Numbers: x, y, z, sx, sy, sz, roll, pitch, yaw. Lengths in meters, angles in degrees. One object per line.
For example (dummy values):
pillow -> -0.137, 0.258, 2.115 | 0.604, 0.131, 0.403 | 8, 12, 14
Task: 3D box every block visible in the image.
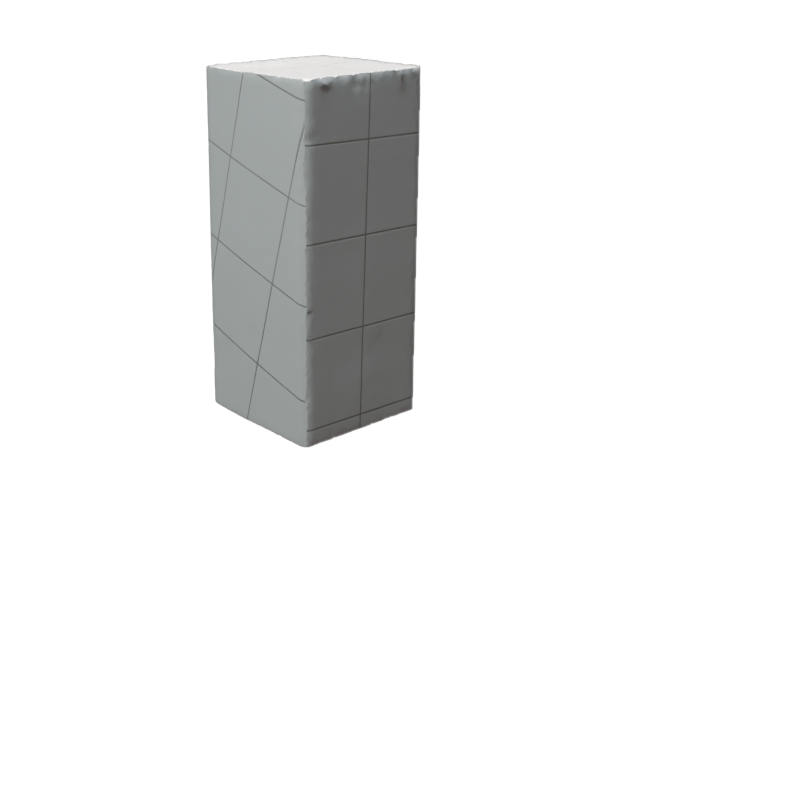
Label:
block -> -0.051, -0.092, 0.648 | 0.089, 0.199, 0.096 | -14, 22, -40
